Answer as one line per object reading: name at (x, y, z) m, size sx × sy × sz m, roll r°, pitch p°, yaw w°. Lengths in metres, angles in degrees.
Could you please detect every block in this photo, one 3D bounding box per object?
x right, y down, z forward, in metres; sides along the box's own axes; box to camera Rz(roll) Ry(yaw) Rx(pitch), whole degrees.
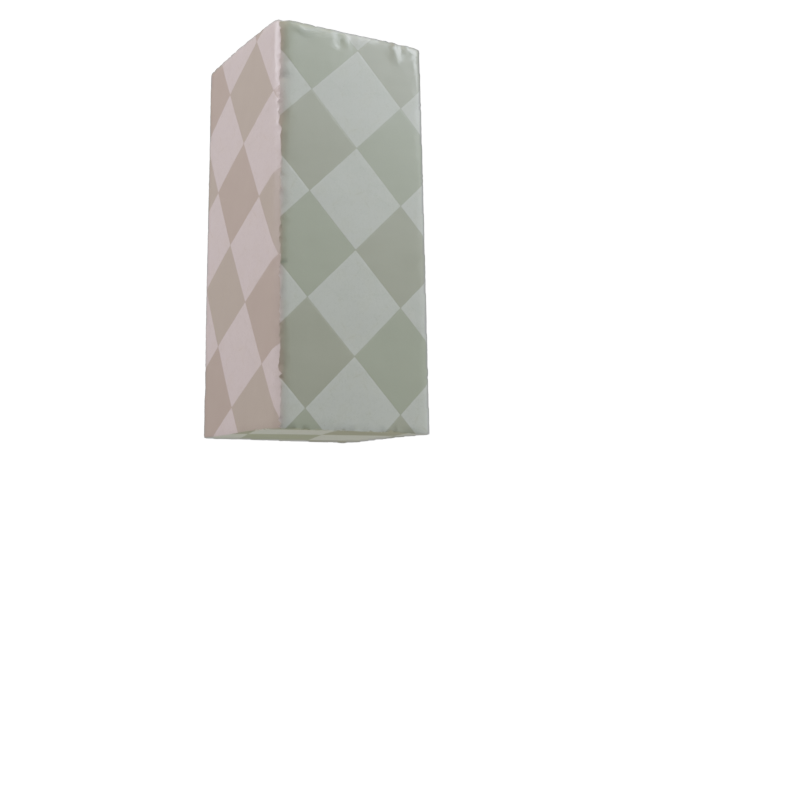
block at (-0.046, -0.085, 0.593) m, size 0.087 × 0.213 × 0.091 m, roll 6°, pitch -14°, yaw -30°
